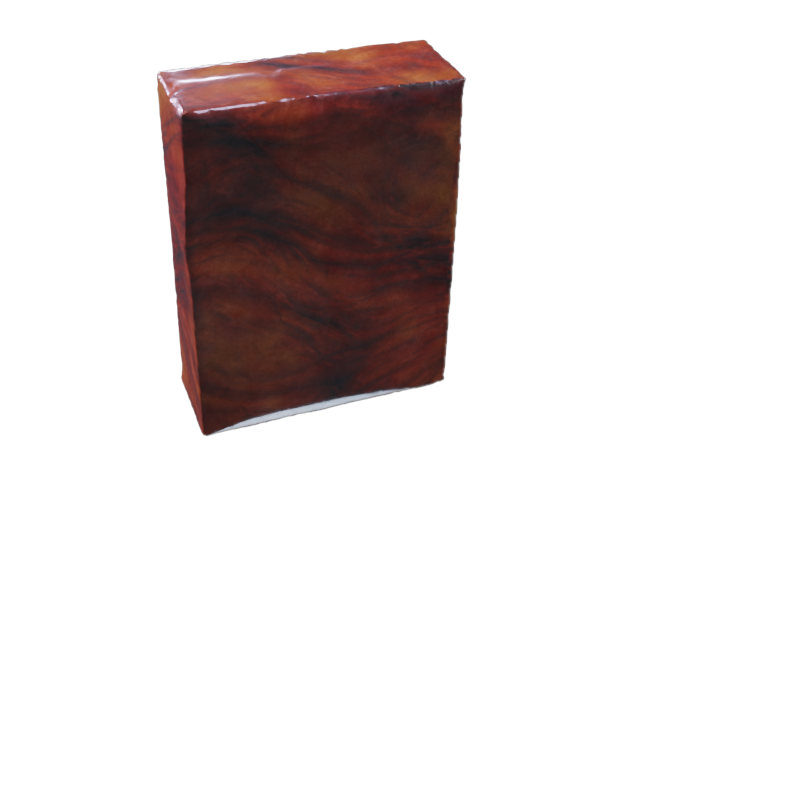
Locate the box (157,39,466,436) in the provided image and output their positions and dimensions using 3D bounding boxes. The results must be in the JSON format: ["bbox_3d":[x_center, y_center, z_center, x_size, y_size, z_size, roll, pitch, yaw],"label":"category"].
[{"bbox_3d":[-0.052,-0.094,0.660,0.162,0.200,0.078,-11,36,-18],"label":"box"}]
